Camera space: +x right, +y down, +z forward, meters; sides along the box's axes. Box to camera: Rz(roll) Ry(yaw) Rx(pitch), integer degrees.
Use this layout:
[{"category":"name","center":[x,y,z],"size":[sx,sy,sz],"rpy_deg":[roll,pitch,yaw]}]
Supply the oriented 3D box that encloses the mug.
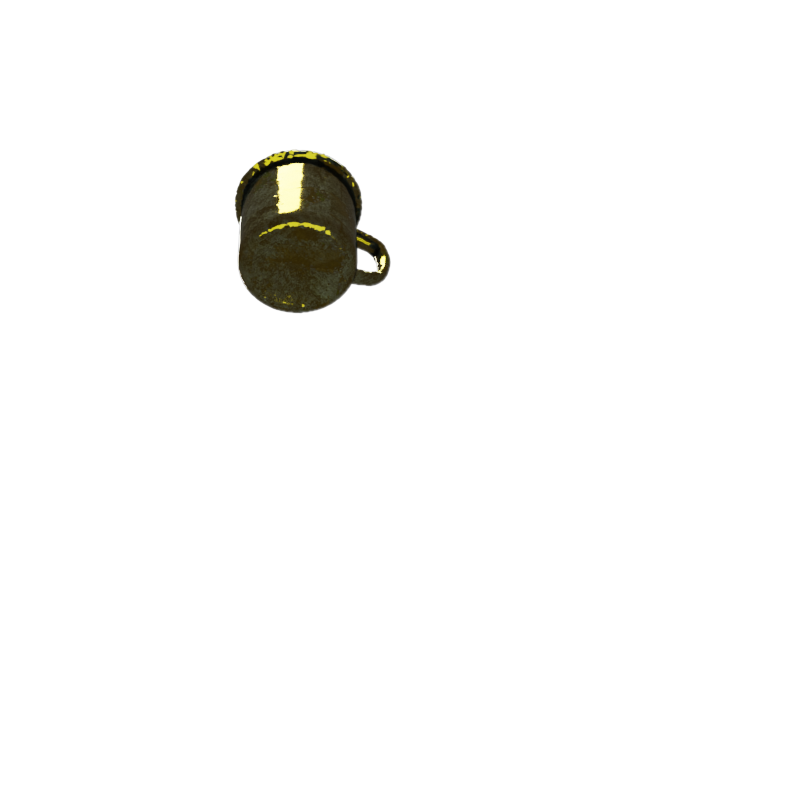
[{"category":"mug","center":[-0.061,-0.111,0.778],"size":[0.113,0.090,0.087],"rpy_deg":[22,34,-17]}]
